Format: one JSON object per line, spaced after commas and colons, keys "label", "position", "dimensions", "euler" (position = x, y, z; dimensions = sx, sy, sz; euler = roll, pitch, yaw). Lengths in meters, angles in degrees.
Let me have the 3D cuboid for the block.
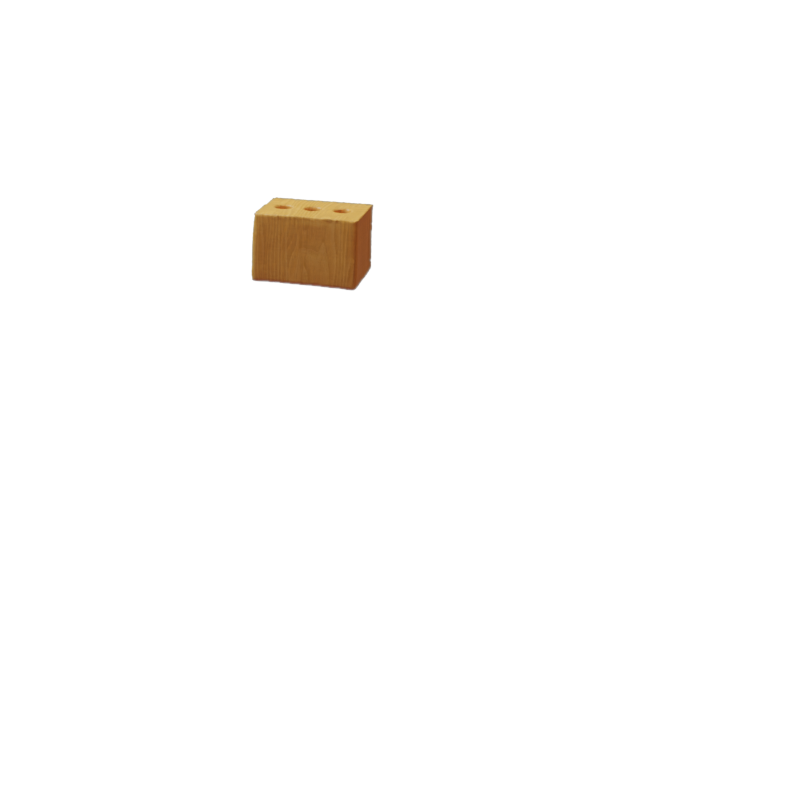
{"label": "block", "position": [-0.063, -0.114, 0.800], "dimensions": [0.080, 0.049, 0.054], "euler": [6, 22, 13]}
